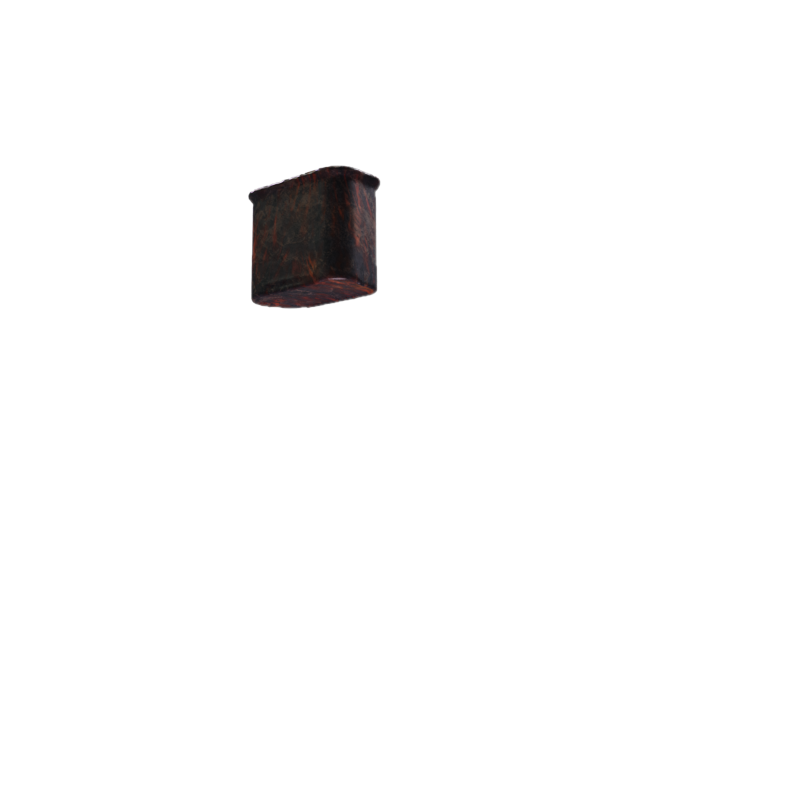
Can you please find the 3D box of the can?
[{"bbox_3d":[-0.064,-0.116,0.812,0.104,0.087,0.054,-10,-17,38],"label":"can"}]
